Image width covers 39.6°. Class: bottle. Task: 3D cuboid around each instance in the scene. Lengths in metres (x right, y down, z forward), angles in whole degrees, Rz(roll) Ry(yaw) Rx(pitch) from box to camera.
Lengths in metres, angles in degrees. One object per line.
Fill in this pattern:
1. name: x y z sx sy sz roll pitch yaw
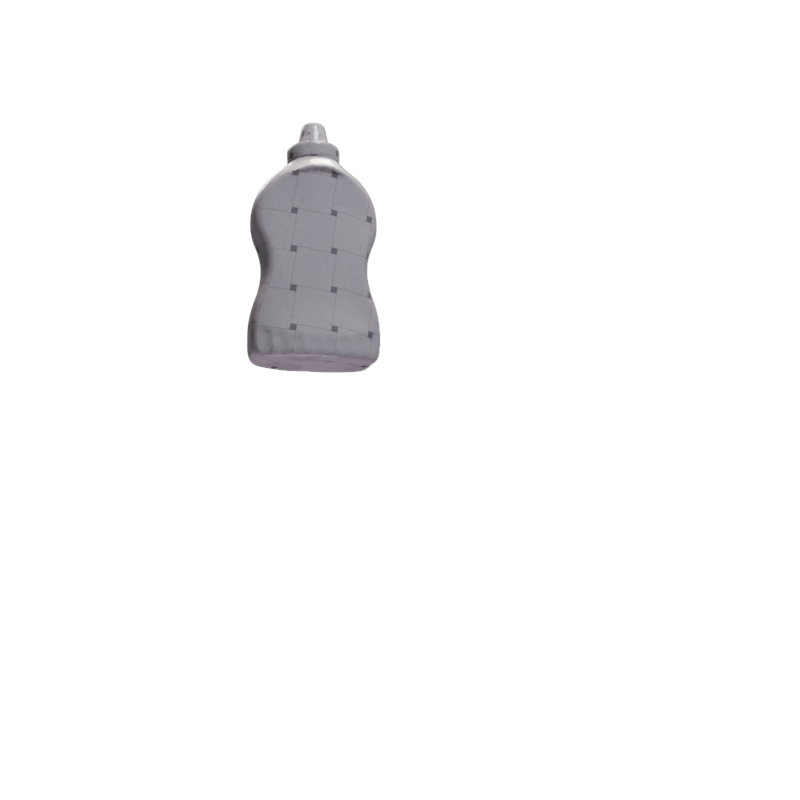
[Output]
1. bottle: -0.066 -0.120 0.840 0.094 0.200 0.057 2 -18 -12
